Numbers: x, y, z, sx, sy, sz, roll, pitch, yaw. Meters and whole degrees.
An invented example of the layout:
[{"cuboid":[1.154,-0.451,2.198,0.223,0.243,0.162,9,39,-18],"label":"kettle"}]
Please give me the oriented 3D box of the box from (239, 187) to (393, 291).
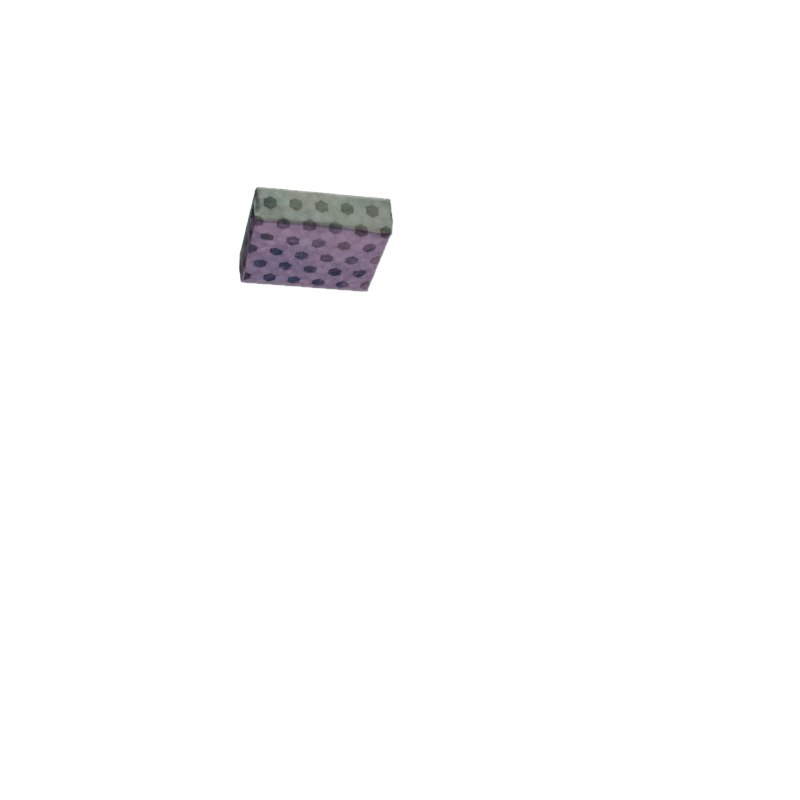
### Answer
[{"cuboid":[-0.071,-0.129,0.905,0.112,0.041,0.086,6,-30,-11],"label":"box"}]
